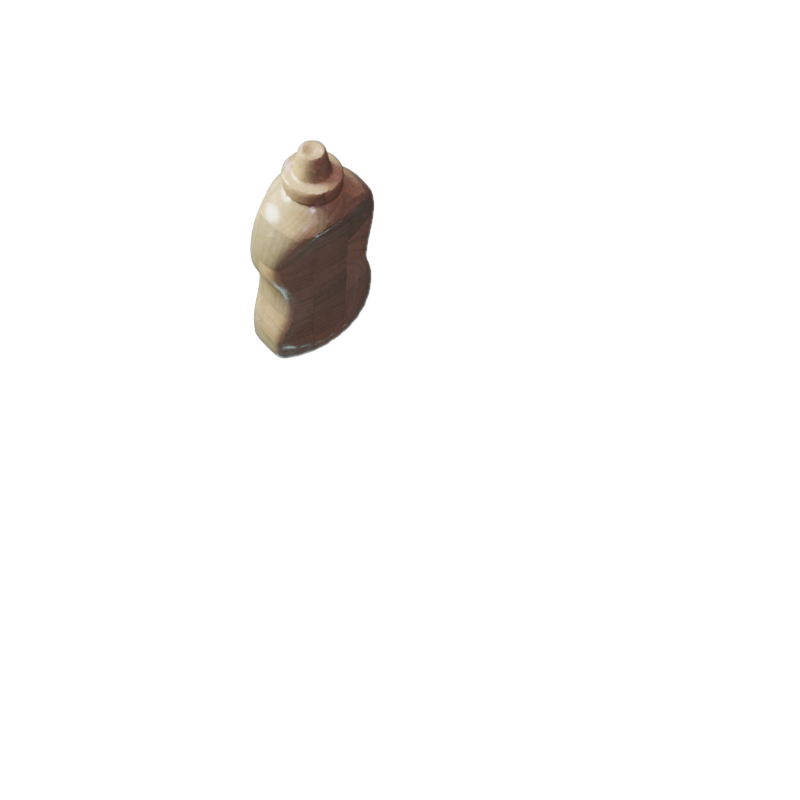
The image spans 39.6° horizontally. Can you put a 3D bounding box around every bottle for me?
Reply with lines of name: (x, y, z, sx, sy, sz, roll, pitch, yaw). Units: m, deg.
bottle: (-0.061, -0.112, 0.780, 0.097, 0.062, 0.180, -36, -23, -23)
